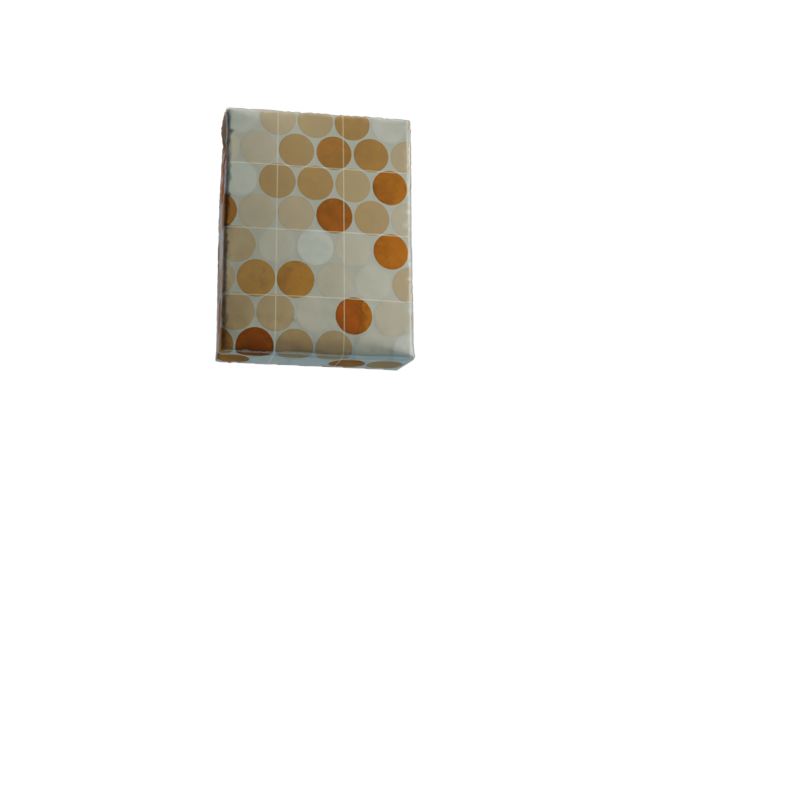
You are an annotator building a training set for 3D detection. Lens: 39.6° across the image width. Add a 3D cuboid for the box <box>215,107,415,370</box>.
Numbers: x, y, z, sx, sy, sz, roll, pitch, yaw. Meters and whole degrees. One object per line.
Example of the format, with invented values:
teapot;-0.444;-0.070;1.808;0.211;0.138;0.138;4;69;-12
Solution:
box;-0.075;-0.137;0.957;0.162;0.222;0.070;2;-16;-11
